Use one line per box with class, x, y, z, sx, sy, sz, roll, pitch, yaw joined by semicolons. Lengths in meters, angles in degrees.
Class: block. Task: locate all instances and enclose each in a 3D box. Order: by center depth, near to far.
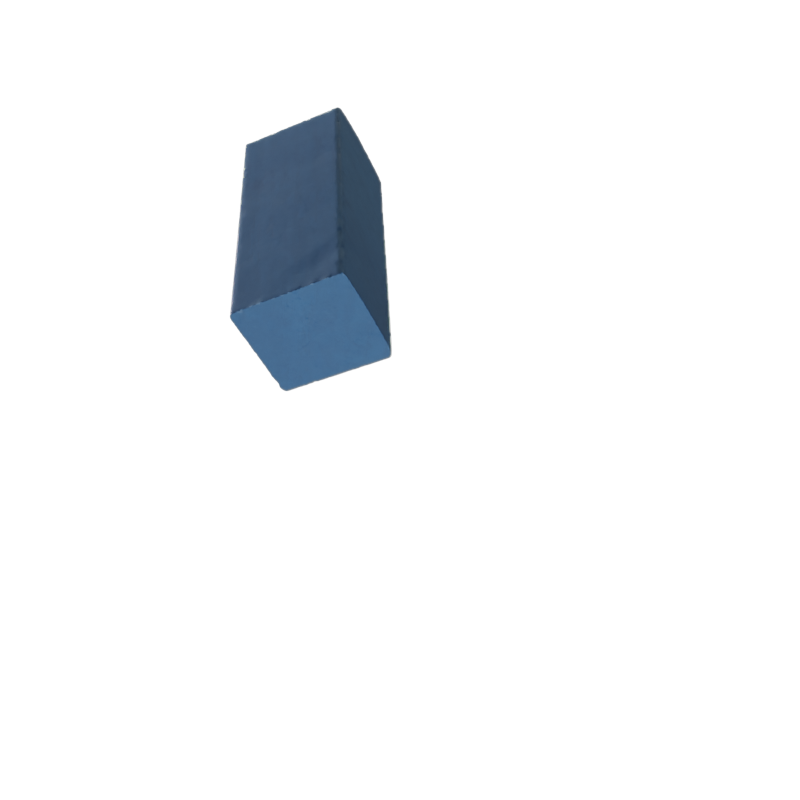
block;-0.067;-0.122;0.856;0.091;0.221;0.083;-19;-48;14
